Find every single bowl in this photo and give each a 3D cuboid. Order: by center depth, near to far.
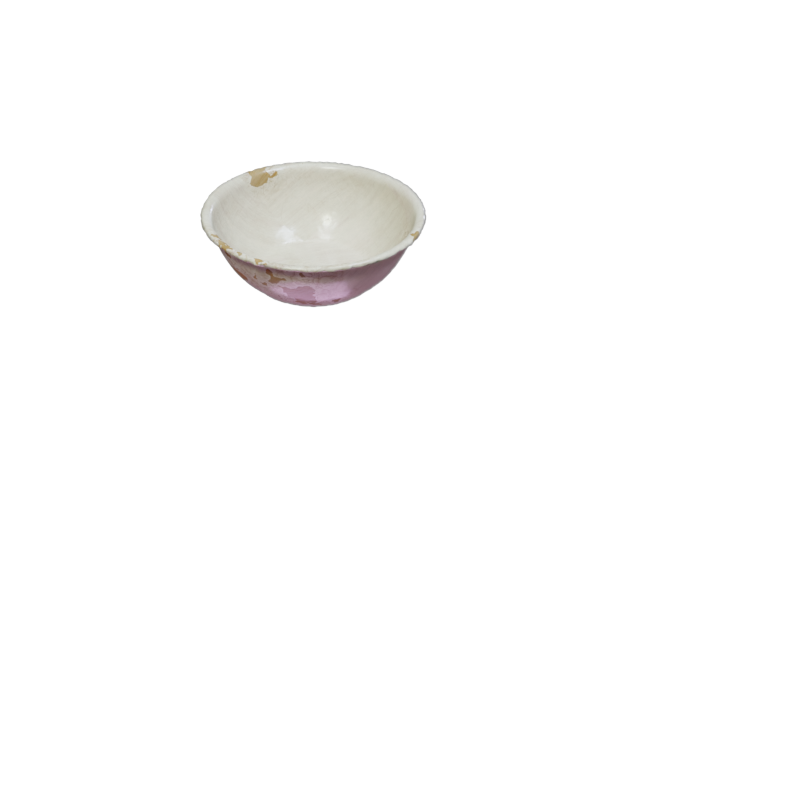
[{"bbox_3d":[-0.063,-0.115,0.808,0.162,0.052,0.173,-1,36,-2],"label":"bowl"}]
